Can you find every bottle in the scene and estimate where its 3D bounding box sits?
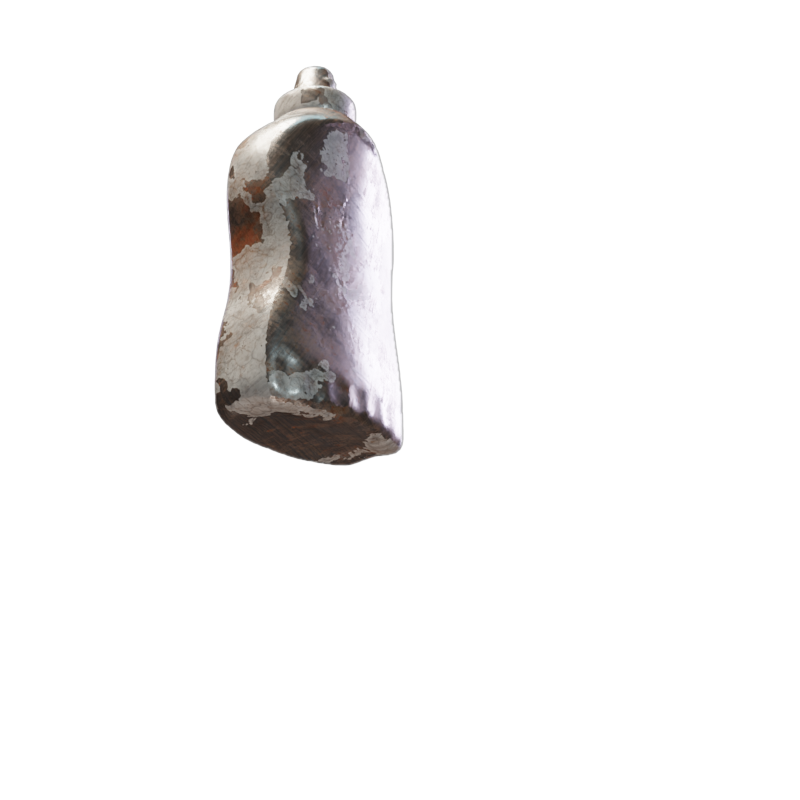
[{"bbox_3d":[-0.040,-0.074,0.515,0.059,0.203,0.090,-22,-33,34],"label":"bottle"}]
